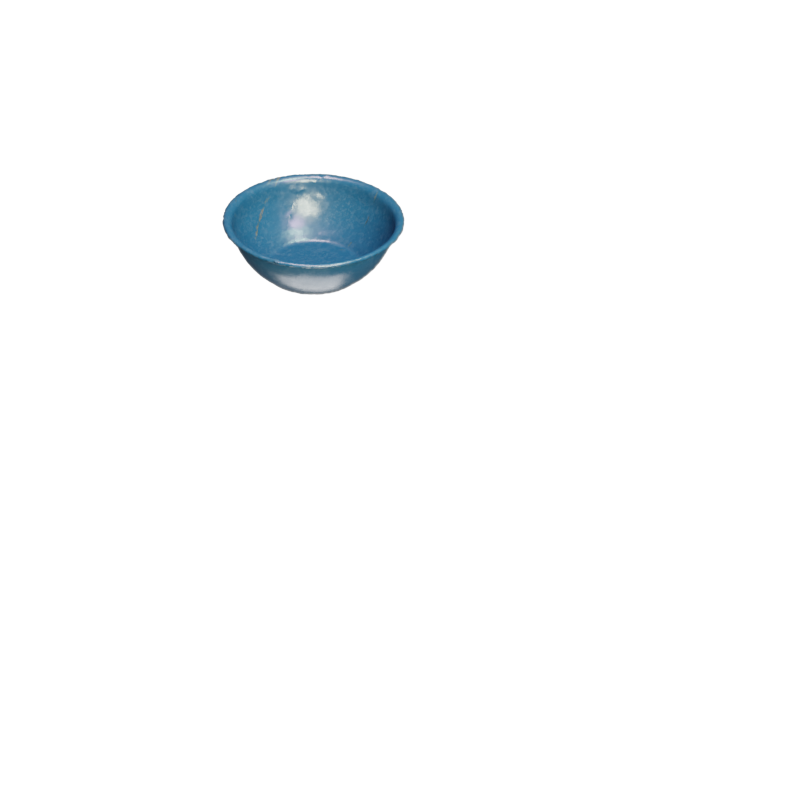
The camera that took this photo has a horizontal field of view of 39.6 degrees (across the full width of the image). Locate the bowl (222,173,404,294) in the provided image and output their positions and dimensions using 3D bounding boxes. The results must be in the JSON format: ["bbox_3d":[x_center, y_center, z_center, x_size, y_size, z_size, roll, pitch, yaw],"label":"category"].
[{"bbox_3d":[-0.078,-0.143,0.998,0.162,0.051,0.173,-1,37,-2],"label":"bowl"}]
